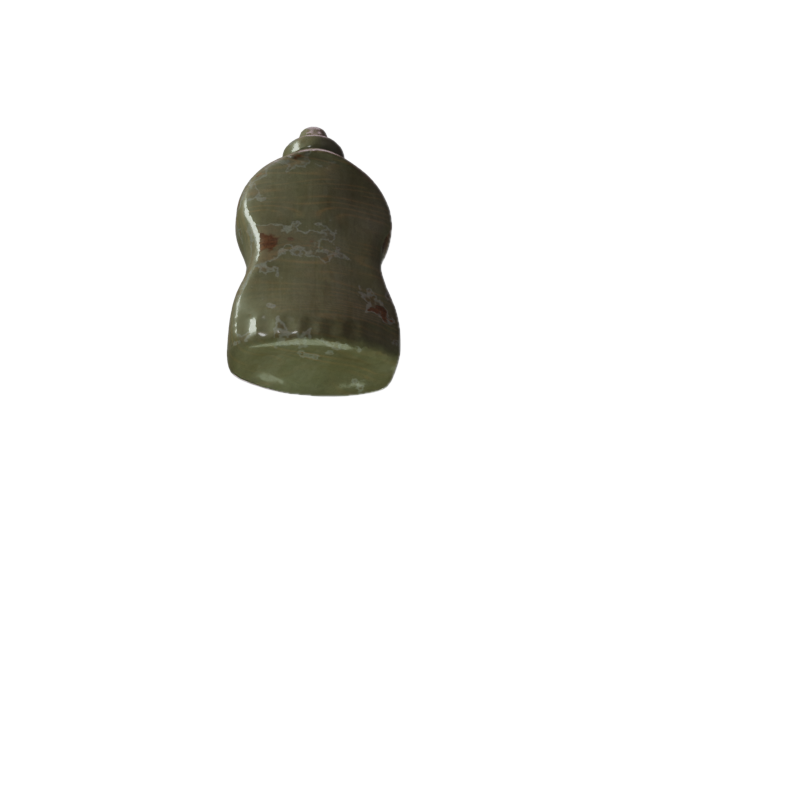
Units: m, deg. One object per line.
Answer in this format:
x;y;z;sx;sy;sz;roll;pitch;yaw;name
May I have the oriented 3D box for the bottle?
-0.053;-0.096;0.674;0.095;0.206;0.055;3;-39;-7;bottle
